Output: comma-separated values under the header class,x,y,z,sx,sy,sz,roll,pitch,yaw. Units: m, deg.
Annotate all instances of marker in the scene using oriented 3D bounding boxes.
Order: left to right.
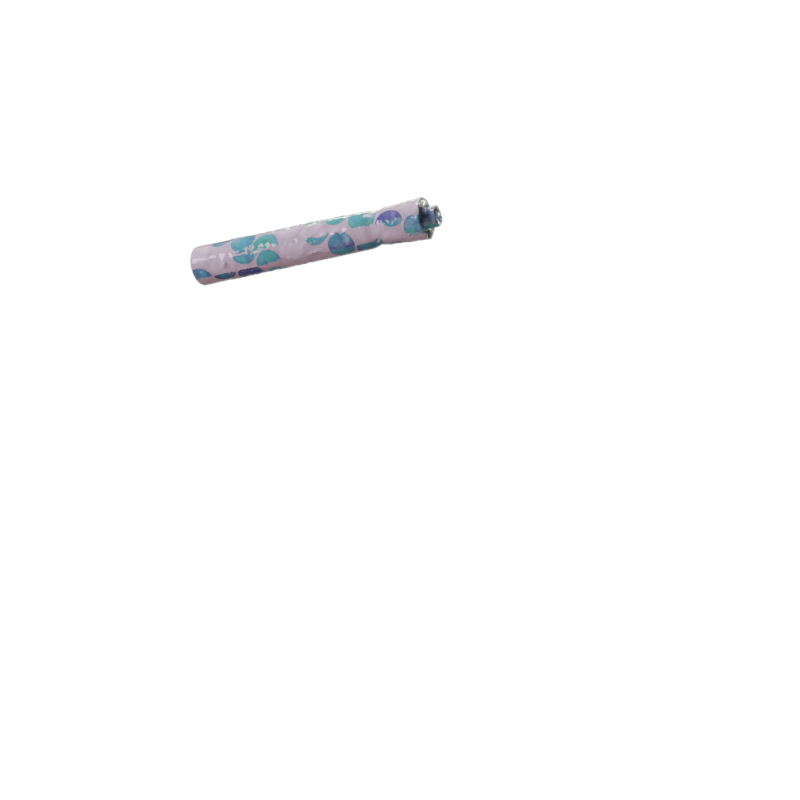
class,x,y,z,sx,sy,sz,roll,pitch,yaw
marker,-0.039,-0.071,0.501,0.123,0.020,0.019,-8,0,24
